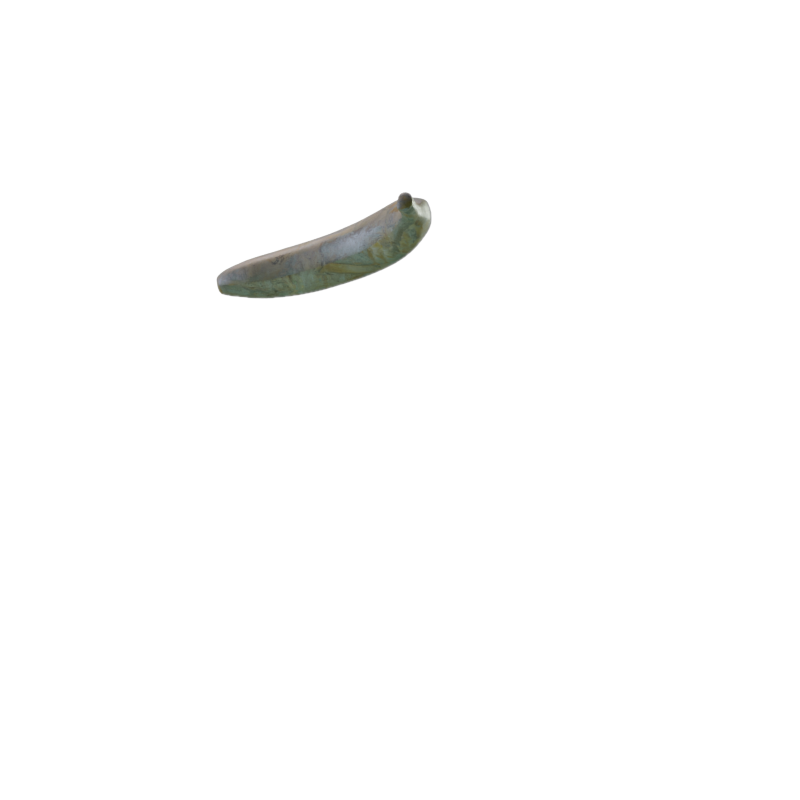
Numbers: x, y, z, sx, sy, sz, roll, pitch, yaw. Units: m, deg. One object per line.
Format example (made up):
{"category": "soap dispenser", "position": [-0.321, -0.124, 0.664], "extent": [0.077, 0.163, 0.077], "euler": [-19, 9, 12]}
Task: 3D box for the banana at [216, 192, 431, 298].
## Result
{"category": "banana", "position": [-0.045, -0.107, 0.782], "extent": [0.199, 0.039, 0.065], "euler": [-19, -28, 41]}
